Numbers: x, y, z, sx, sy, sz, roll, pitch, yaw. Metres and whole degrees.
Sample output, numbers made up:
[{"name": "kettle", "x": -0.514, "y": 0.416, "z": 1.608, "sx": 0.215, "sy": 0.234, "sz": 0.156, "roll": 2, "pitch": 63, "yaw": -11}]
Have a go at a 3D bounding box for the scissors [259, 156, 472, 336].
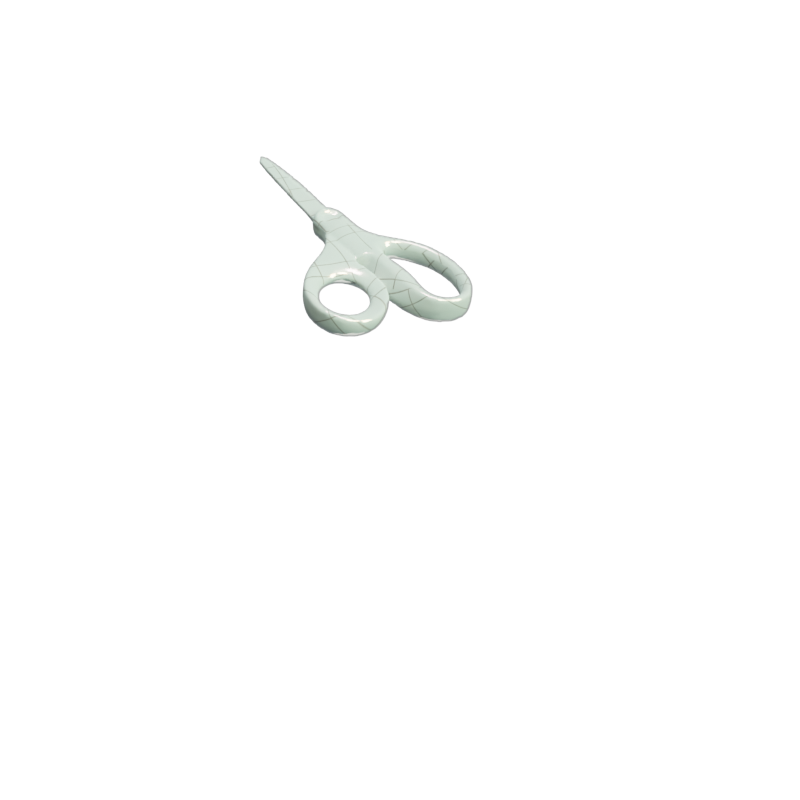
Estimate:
[{"name": "scissors", "x": -0.049, "y": -0.089, "z": 0.626, "sx": 0.096, "sy": 0.015, "sz": 0.216, "roll": -28, "pitch": 45, "yaw": -33}]
